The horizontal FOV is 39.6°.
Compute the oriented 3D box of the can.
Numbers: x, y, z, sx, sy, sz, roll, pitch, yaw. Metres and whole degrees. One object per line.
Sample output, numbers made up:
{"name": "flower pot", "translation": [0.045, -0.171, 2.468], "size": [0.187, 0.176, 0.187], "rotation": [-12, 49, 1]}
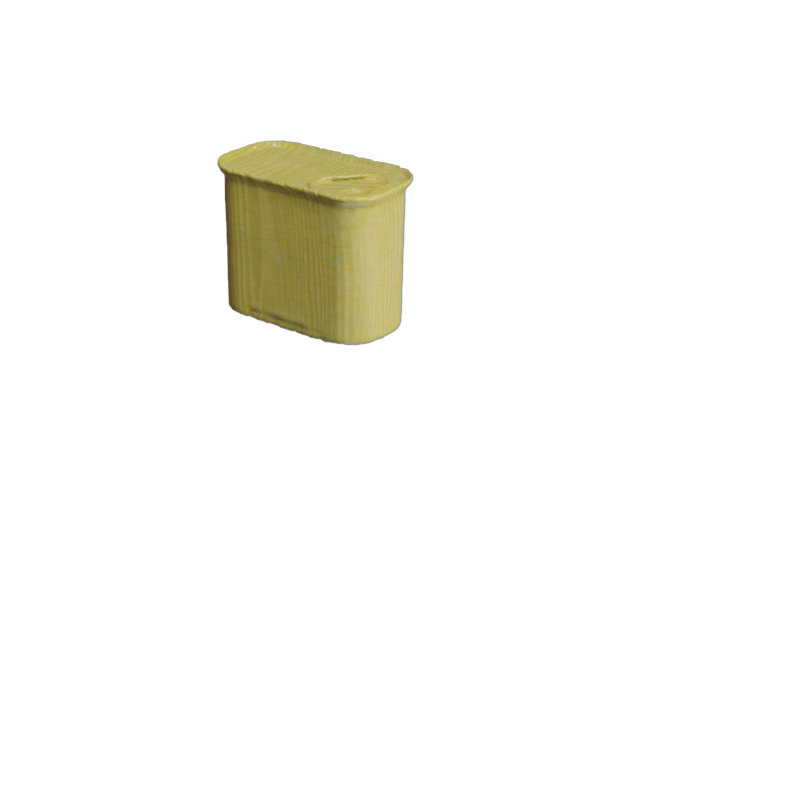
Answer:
{"name": "can", "translation": [-0.045, -0.083, 0.582], "size": [0.107, 0.079, 0.057], "rotation": [19, 30, 31]}
